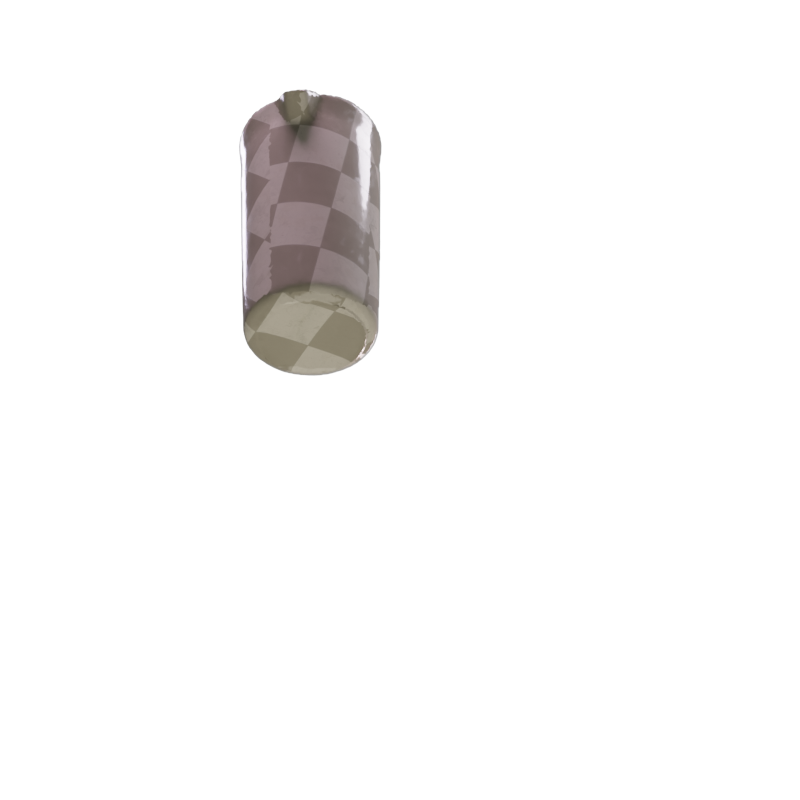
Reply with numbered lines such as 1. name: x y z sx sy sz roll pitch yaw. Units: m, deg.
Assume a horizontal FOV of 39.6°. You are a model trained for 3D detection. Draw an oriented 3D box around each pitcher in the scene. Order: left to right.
1. pitcher: -0.076 -0.138 0.967 0.141 0.261 0.142 27 -49 -29
